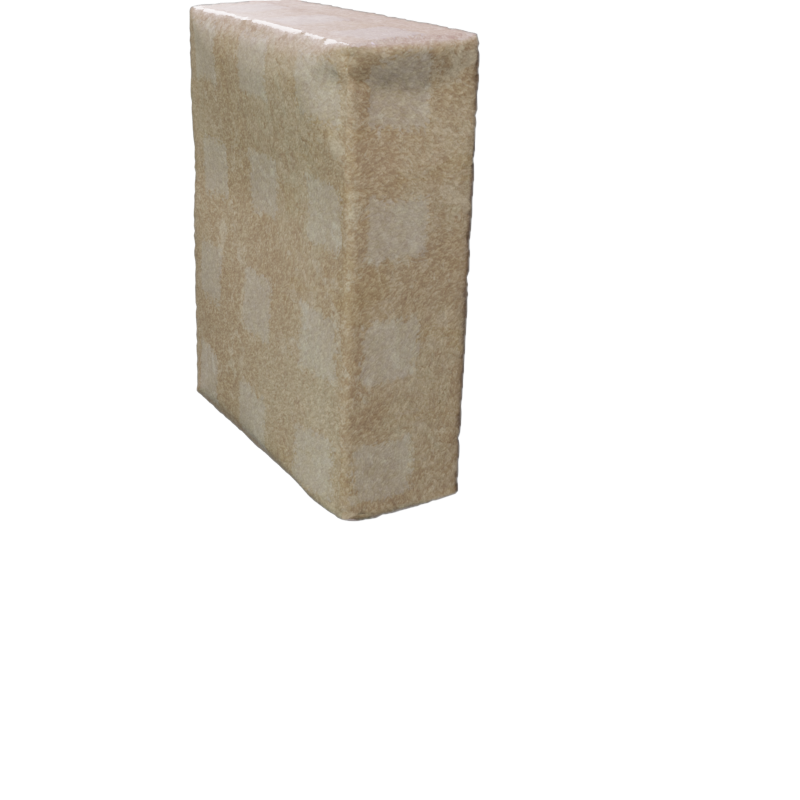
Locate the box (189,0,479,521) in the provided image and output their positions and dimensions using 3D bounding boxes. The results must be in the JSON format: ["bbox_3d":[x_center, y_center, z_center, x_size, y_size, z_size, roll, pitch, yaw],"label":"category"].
[{"bbox_3d":[-0.042,-0.076,0.532,0.070,0.205,0.175,-10,24,-30],"label":"box"}]
